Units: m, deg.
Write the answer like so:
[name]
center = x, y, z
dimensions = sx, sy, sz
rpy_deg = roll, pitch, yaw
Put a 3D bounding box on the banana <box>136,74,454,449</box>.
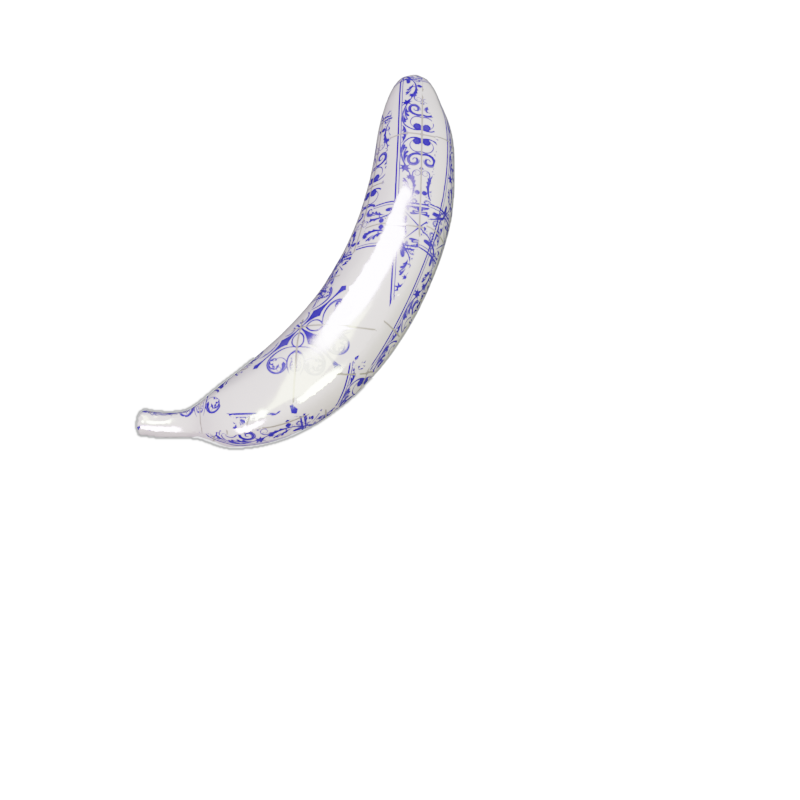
[banana]
center = -0.022, -0.052, 0.450
dimensions = 0.072, 0.202, 0.035
rpy_deg = 31, -20, 12
